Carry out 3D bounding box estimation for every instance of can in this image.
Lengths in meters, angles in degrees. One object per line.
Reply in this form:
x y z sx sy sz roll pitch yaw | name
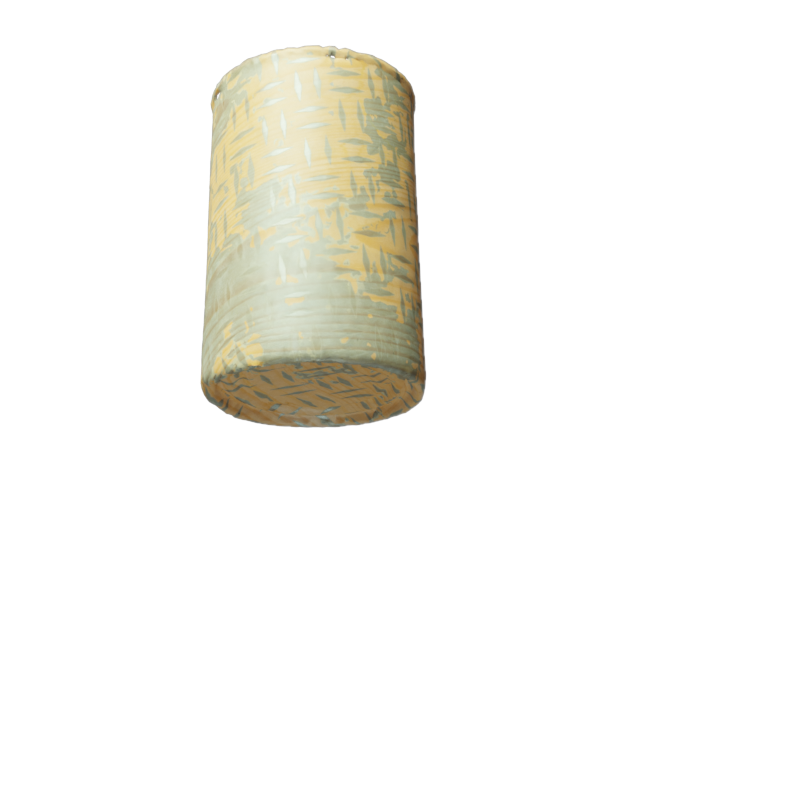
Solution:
-0.027 -0.050 0.348 0.068 0.108 0.065 0 -23 -2 | can
